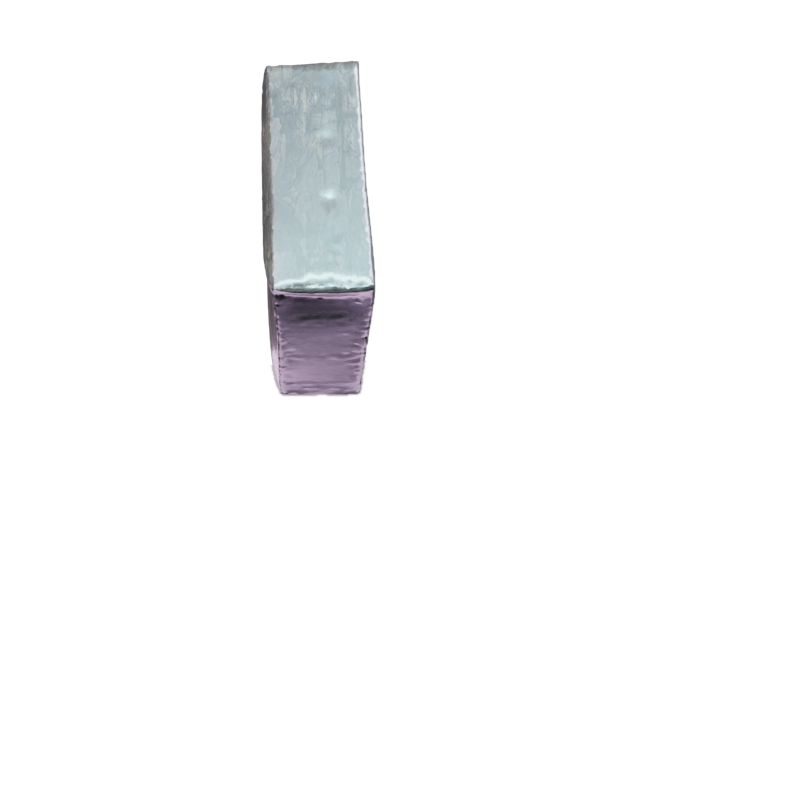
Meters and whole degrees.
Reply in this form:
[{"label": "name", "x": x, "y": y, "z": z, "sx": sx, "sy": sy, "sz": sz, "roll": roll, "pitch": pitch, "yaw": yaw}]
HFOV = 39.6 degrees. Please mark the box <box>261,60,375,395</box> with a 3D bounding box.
[{"label": "box", "x": -0.061, "y": -0.112, "z": 0.785, "sx": 0.071, "sy": 0.173, "sz": 0.204, "roll": -3, "pitch": -20, "yaw": -5}]
